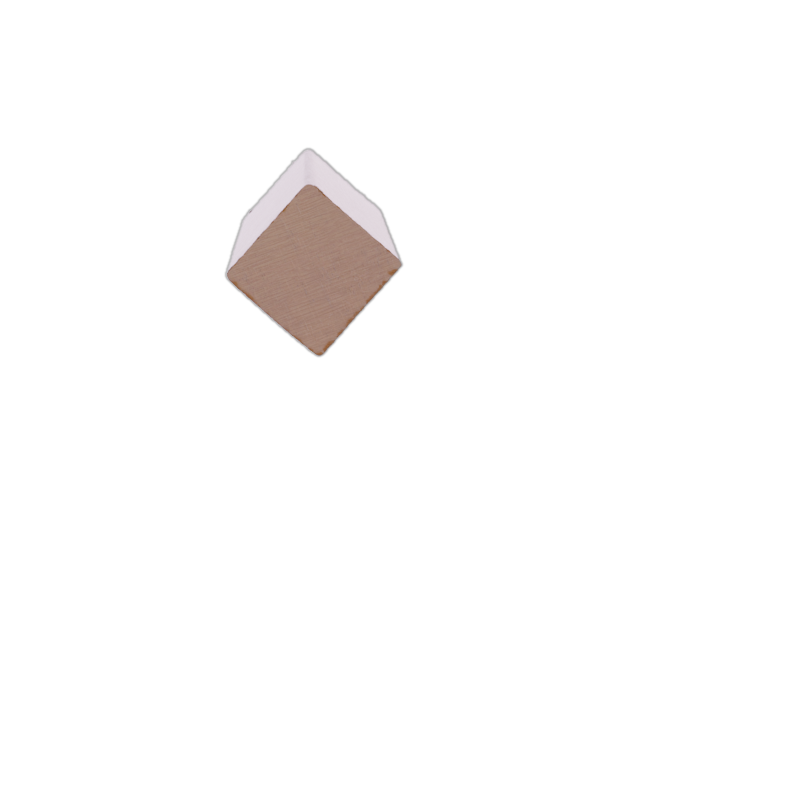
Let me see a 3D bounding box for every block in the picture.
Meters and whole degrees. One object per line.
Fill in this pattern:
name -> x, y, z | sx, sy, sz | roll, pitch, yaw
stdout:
block -> -0.068, -0.122, 0.855 | 0.088, 0.090, 0.214 | 40, 11, -15
